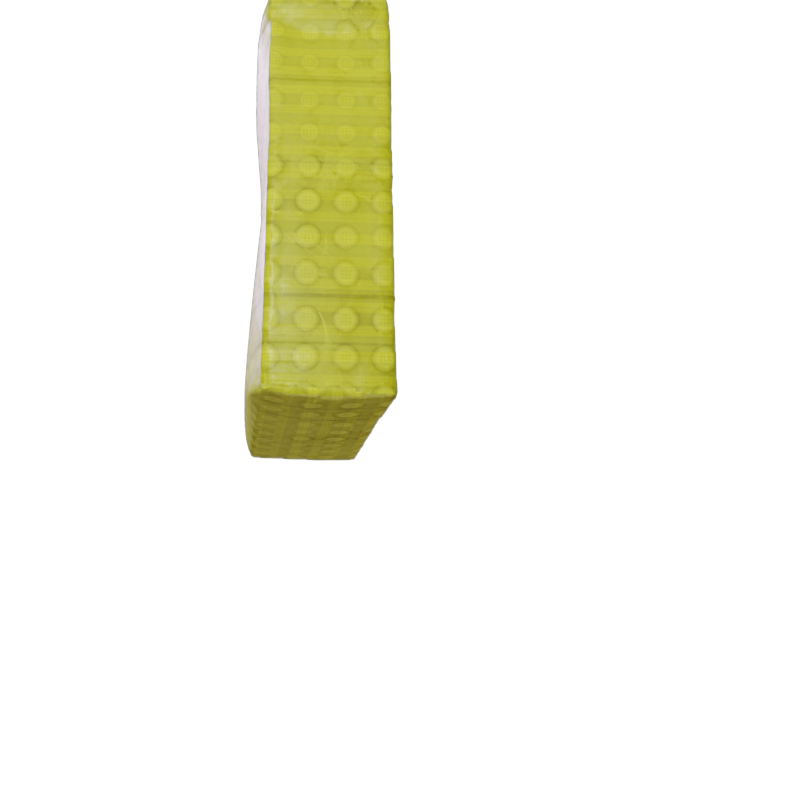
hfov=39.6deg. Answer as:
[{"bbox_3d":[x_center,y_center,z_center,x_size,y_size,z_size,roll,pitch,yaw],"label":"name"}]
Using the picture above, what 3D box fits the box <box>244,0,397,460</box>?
[{"bbox_3d":[-0.048,-0.087,0.609,0.071,0.224,0.158,1,-18,-8],"label":"box"}]
